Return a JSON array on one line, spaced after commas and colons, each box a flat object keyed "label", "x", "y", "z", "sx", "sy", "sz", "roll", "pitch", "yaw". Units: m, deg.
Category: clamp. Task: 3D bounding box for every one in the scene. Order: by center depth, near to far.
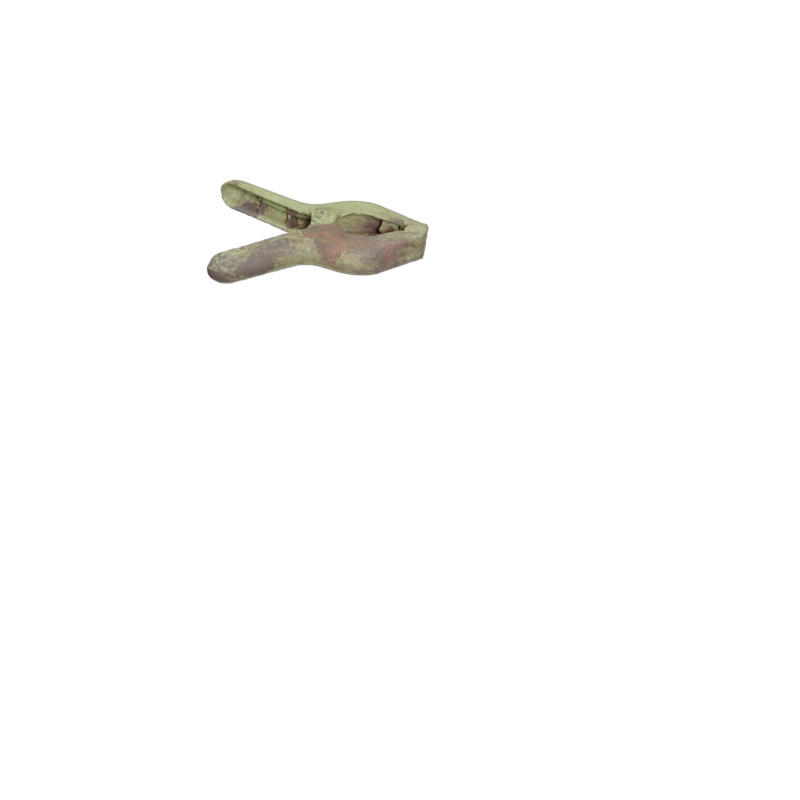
[{"label": "clamp", "x": -0.067, "y": -0.121, "z": 0.851, "sx": 0.173, "sy": 0.036, "sz": 0.127, "roll": 7, "pitch": 46, "yaw": 6}]
